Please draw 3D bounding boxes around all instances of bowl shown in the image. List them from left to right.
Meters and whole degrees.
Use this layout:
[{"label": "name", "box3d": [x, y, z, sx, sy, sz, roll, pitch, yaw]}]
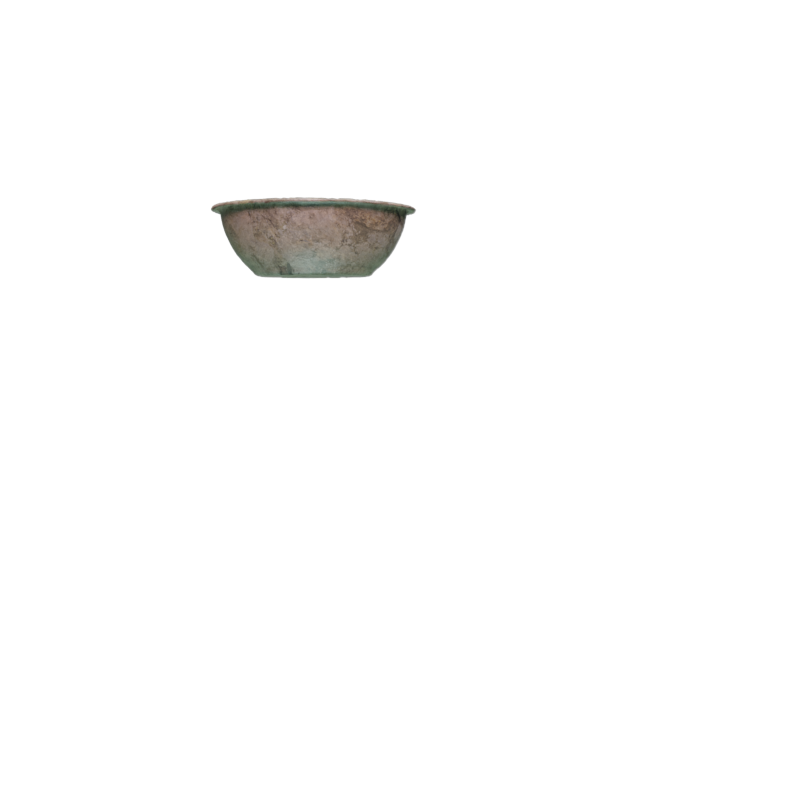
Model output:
[{"label": "bowl", "box3d": [-0.068, -0.125, 0.874, 0.162, 0.055, 0.162, 0, 4, -2]}]
